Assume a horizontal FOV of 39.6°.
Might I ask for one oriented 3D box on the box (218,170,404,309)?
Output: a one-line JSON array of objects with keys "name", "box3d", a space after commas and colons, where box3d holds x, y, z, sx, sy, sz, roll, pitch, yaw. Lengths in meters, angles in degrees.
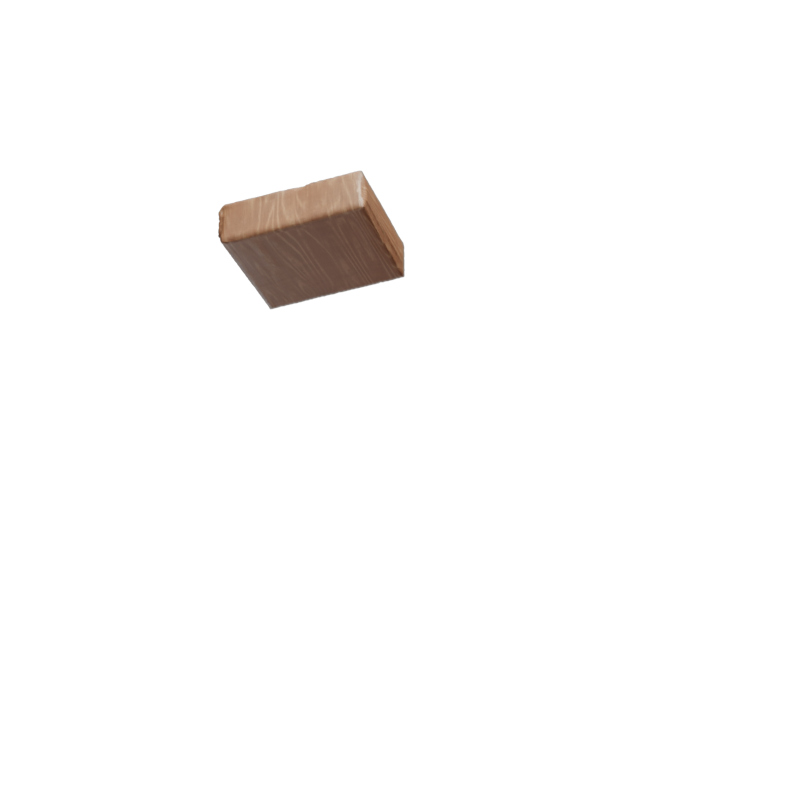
[{"name": "box", "box3d": [-0.050, -0.091, 0.641, 0.090, 0.032, 0.067, -11, -33, 17]}]
